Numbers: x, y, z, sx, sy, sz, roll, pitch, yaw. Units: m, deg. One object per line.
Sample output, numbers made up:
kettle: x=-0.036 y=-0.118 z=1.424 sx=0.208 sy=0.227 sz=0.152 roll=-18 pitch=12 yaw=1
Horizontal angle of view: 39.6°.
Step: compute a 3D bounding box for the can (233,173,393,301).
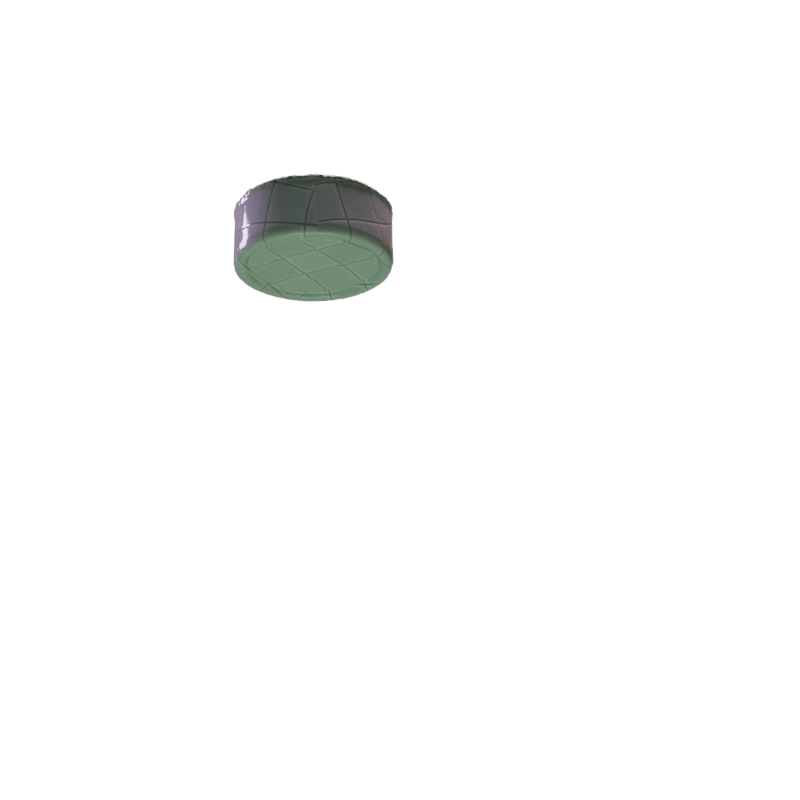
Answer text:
can: x=-0.046 y=-0.084 z=0.590 sx=0.086 sy=0.035 sz=0.081 roll=0 pitch=-22 yaw=-2
